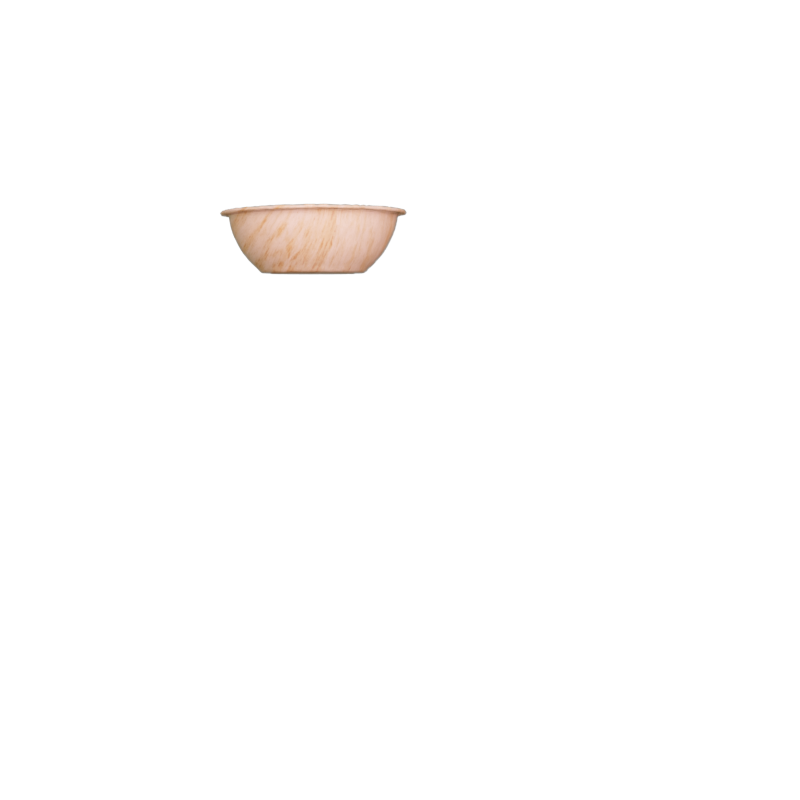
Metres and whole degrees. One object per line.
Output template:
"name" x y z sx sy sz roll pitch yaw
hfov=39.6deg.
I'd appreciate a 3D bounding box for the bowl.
"bowl" -0.075 -0.138 0.964 0.162 0.055 0.163 0 4 -2
